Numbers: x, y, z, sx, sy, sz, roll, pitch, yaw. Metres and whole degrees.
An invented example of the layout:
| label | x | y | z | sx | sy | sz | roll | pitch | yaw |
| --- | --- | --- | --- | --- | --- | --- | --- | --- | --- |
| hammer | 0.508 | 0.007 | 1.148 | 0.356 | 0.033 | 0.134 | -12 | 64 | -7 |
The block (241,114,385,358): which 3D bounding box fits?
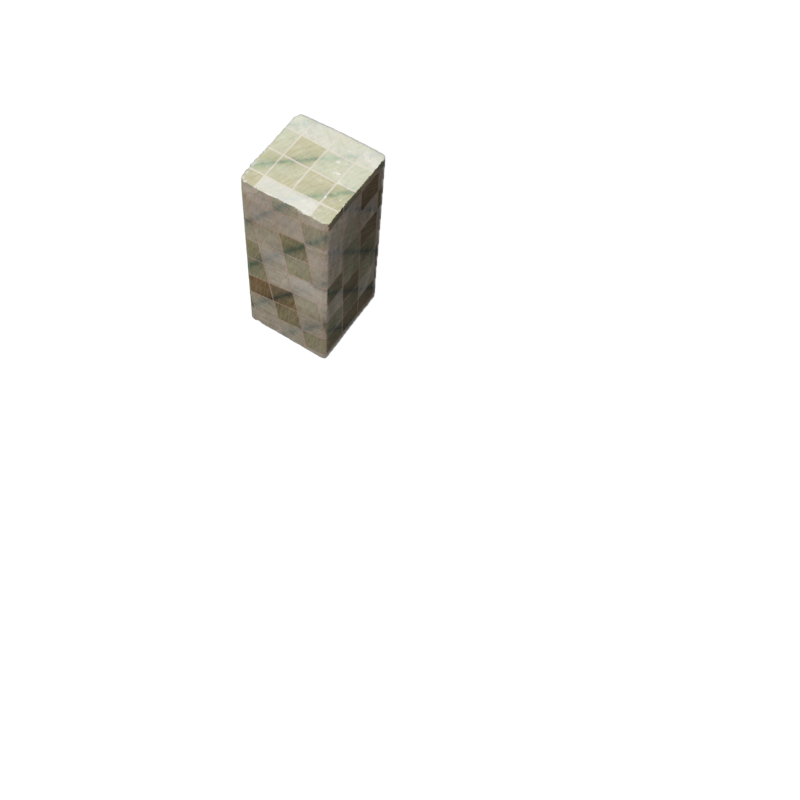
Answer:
| label | x | y | z | sx | sy | sz | roll | pitch | yaw |
| --- | --- | --- | --- | --- | --- | --- | --- | --- | --- |
| block | -0.078 | -0.142 | 0.988 | 0.094 | 0.093 | 0.193 | 30 | -29 | 14 |
